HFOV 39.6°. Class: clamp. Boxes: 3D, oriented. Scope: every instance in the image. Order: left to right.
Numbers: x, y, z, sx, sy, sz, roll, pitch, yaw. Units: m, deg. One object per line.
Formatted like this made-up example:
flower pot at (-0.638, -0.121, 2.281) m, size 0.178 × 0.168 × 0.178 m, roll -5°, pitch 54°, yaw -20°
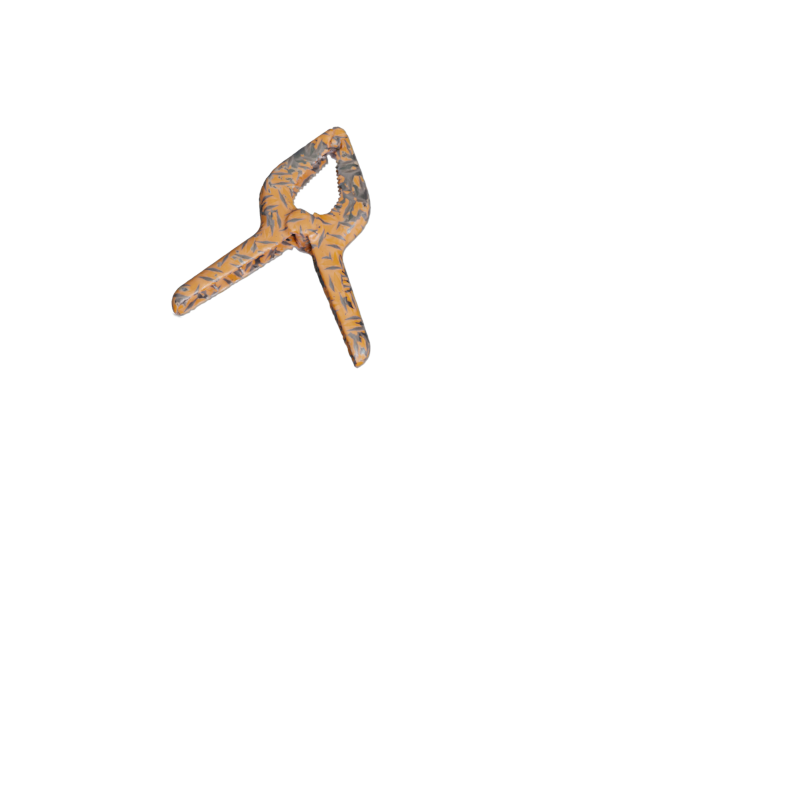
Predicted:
clamp at (-0.072, -0.131, 0.918) m, size 0.168 × 0.217 × 0.034 m, roll 21°, pitch -24°, yaw 10°
